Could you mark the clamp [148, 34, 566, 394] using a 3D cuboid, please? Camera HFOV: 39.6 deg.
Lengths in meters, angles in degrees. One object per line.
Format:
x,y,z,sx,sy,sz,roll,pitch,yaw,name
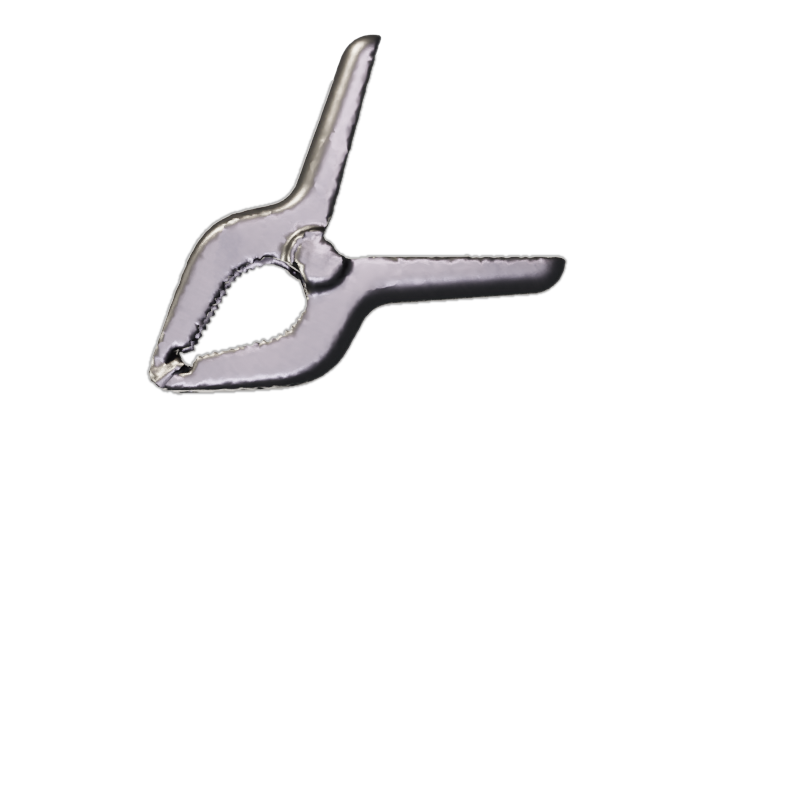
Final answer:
-0.044,-0.081,0.567,0.210,0.169,0.035,-31,-10,-7,clamp
